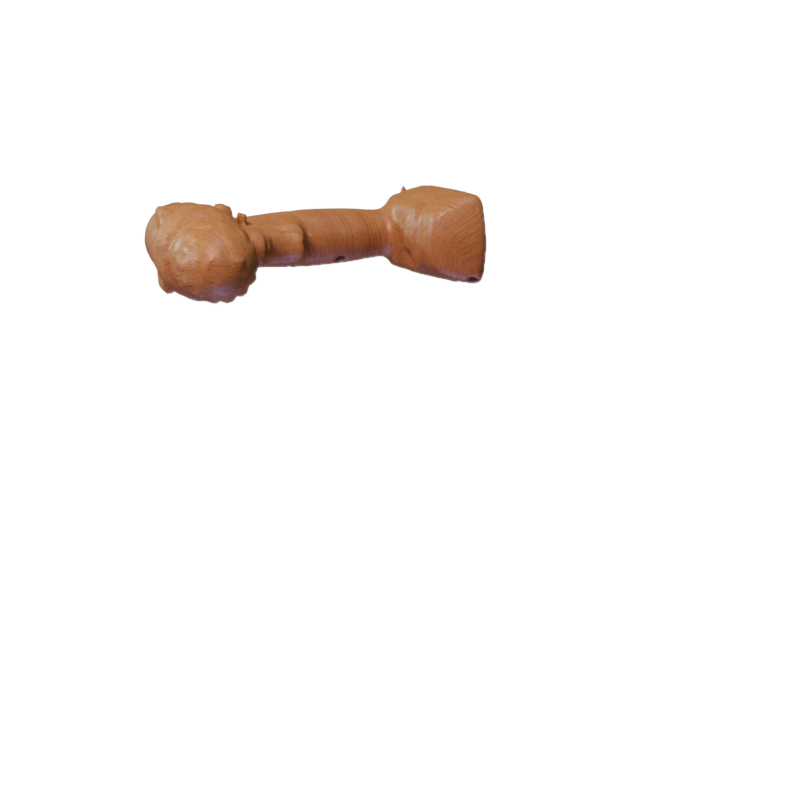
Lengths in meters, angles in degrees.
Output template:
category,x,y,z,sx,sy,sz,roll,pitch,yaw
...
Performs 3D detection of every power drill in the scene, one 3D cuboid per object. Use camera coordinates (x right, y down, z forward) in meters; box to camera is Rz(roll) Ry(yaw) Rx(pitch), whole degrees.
category,x,y,z,sx,sy,sz,roll,pitch,yaw
power drill,-0.050,-0.092,0.642,0.184,0.056,0.193,-4,15,-16
